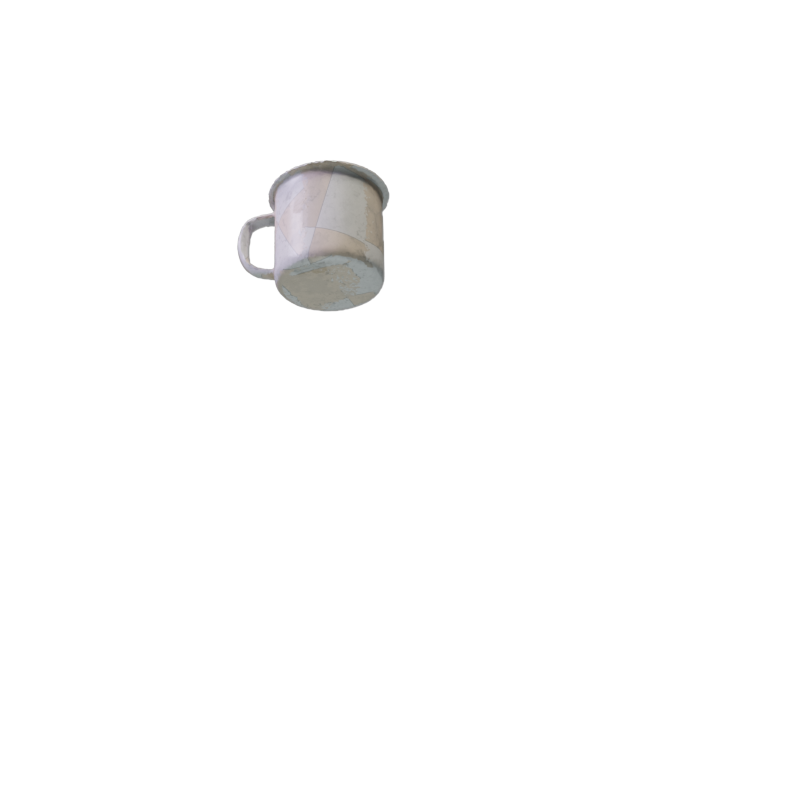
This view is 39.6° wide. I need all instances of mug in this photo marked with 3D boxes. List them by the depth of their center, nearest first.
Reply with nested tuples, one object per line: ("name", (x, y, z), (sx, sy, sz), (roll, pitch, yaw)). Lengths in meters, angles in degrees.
("mug", (-0.065, -0.119, 0.833), (0.118, 0.087, 0.087), (-4, -29, 6))
